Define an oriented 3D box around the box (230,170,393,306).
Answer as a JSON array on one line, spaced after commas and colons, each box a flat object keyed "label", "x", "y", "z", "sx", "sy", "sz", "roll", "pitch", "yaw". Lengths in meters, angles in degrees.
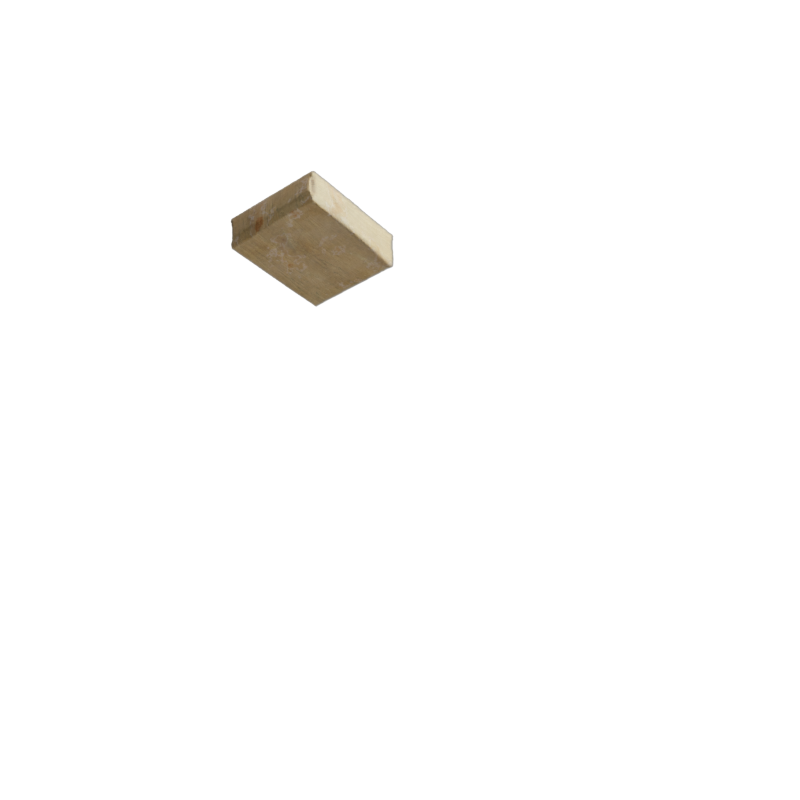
[{"label": "box", "x": -0.073, "y": -0.133, "z": 0.928, "sx": 0.090, "sy": 0.042, "sz": 0.105, "roll": -25, "pitch": -43, "yaw": 29}]
